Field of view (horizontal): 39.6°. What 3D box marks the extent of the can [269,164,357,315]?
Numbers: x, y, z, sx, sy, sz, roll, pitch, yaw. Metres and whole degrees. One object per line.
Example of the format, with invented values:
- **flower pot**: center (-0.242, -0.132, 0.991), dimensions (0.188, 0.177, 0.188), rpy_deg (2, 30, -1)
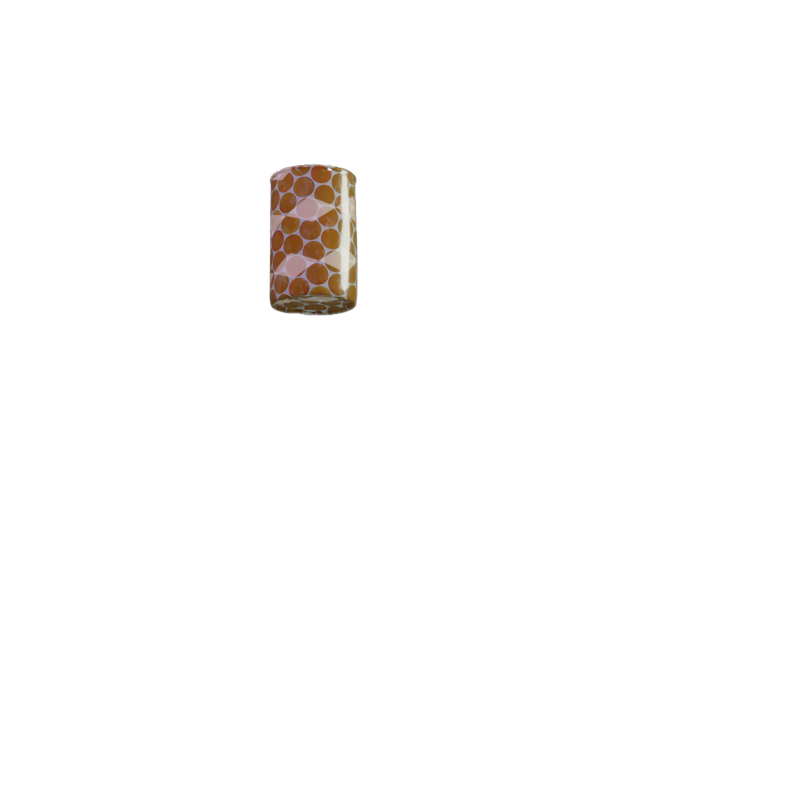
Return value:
- **can**: center (-0.067, -0.121, 0.850), dimensions (0.068, 0.106, 0.066), rpy_deg (0, -14, -2)
